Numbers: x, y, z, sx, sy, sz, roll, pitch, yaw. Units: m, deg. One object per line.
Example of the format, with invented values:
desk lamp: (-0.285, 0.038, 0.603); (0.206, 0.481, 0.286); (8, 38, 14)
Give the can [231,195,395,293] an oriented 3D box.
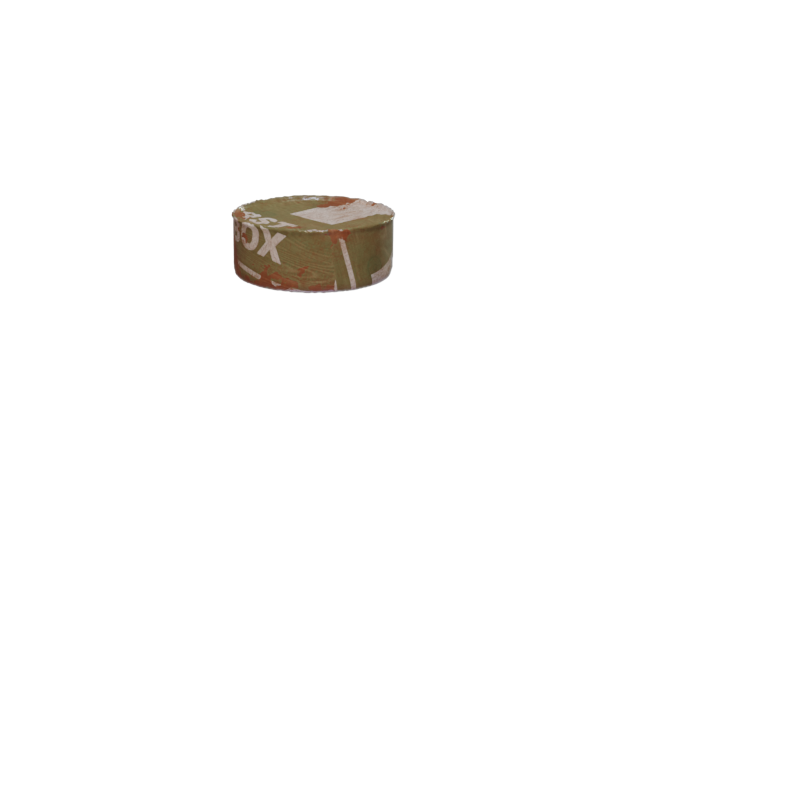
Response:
can: (-0.046, -0.084, 0.587); (0.086, 0.032, 0.090); (-1, 20, -2)
